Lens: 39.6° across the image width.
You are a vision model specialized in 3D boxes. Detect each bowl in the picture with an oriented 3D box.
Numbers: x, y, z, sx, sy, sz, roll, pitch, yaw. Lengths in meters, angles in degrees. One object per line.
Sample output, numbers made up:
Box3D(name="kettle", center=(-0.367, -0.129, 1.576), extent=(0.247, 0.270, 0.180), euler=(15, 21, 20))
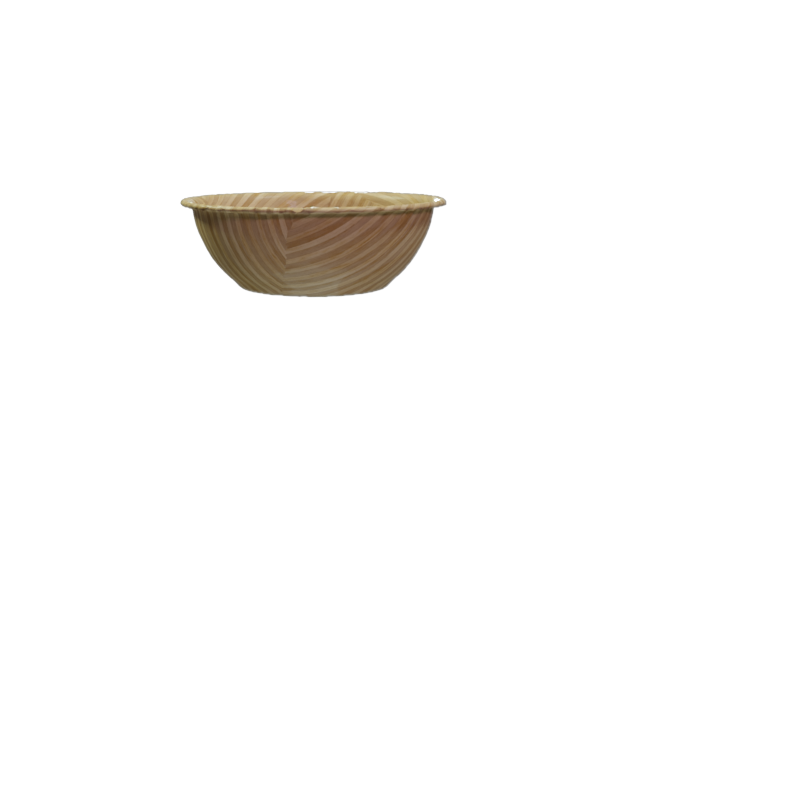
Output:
Box3D(name="bowl", center=(-0.053, -0.097, 0.679), extent=(0.162, 0.054, 0.166), euler=(0, 13, -2))
